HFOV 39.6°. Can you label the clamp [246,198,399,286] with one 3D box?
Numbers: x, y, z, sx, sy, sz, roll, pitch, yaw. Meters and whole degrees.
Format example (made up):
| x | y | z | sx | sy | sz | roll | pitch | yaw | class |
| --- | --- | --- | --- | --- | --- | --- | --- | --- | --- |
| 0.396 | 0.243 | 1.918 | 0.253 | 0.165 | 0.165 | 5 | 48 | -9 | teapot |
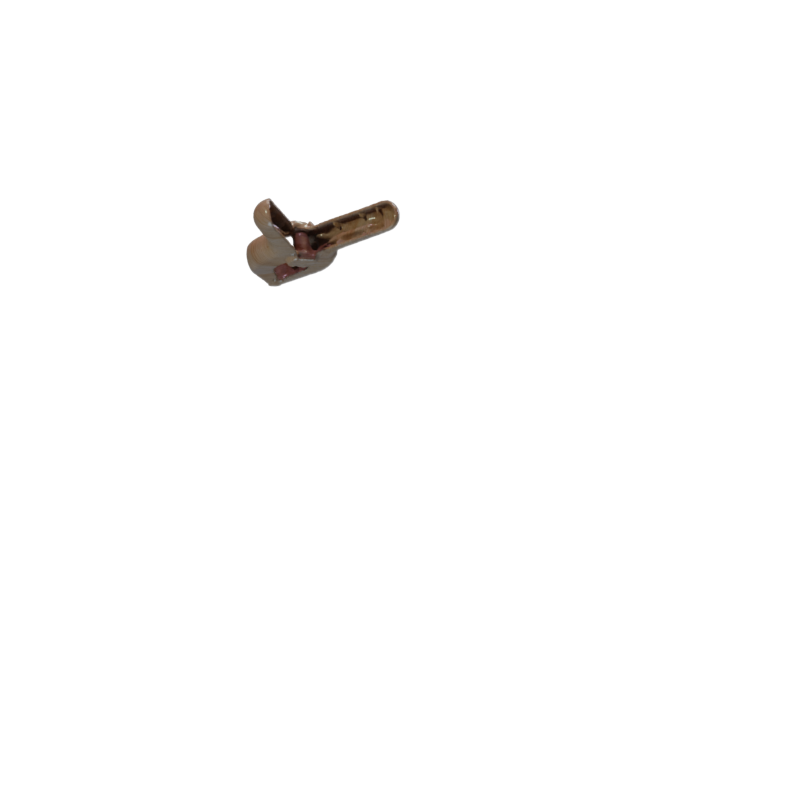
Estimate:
| x | y | z | sx | sy | sz | roll | pitch | yaw | class |
| --- | --- | --- | --- | --- | --- | --- | --- | --- | --- |
| -0.073 | -0.134 | 0.938 | 0.118 | 0.040 | 0.169 | 2 | -9 | -13 | clamp |
